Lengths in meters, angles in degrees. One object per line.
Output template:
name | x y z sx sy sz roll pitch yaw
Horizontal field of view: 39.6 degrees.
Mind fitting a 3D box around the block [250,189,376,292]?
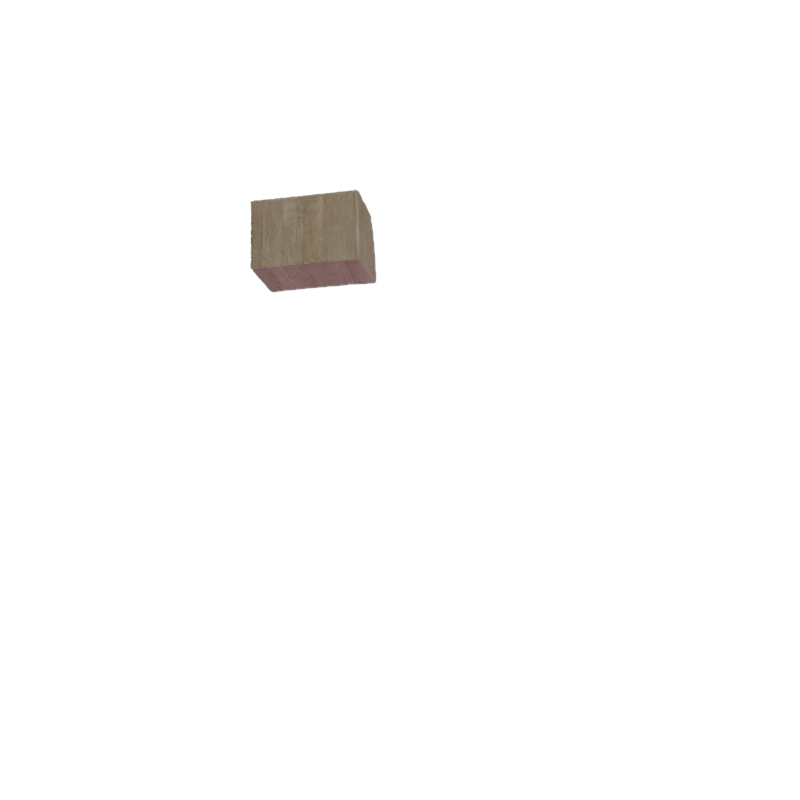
block | -0.060 -0.109 0.765 0.079 0.054 0.050 -4 -18 12
